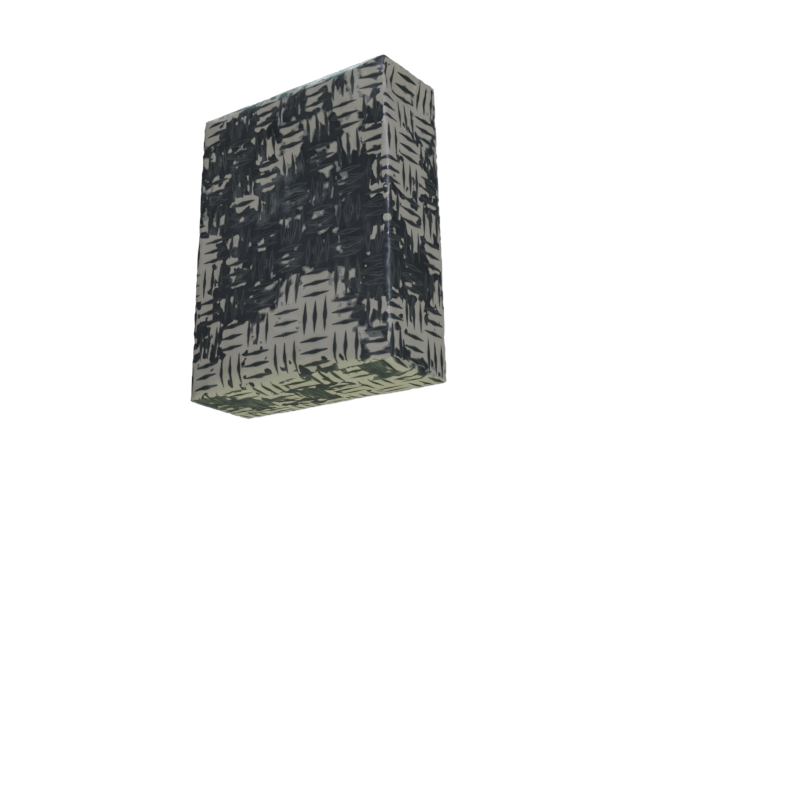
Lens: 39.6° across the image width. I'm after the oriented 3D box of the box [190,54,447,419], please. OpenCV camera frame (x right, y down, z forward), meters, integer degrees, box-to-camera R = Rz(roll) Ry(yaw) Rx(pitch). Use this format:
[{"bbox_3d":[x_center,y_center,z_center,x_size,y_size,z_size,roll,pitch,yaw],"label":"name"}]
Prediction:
[{"bbox_3d":[-0.059,-0.107,0.751,0.167,0.224,0.067,-13,-23,32],"label":"box"}]
